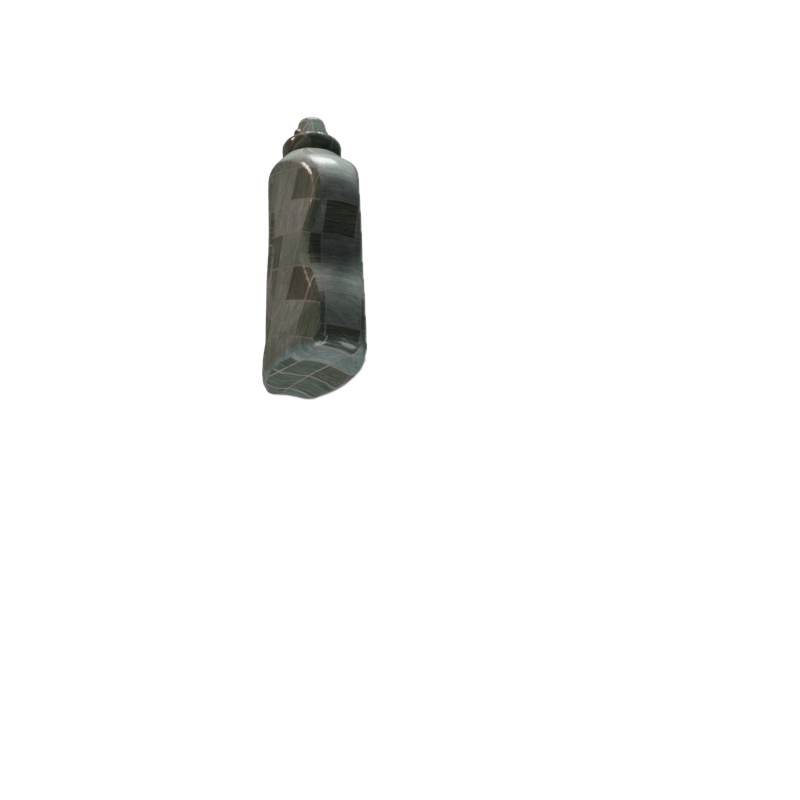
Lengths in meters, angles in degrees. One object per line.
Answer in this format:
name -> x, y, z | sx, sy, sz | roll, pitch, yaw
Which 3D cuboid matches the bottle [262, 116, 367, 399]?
bottle -> -0.058, -0.105, 0.734 | 0.057, 0.203, 0.093 | 9, -29, -20
